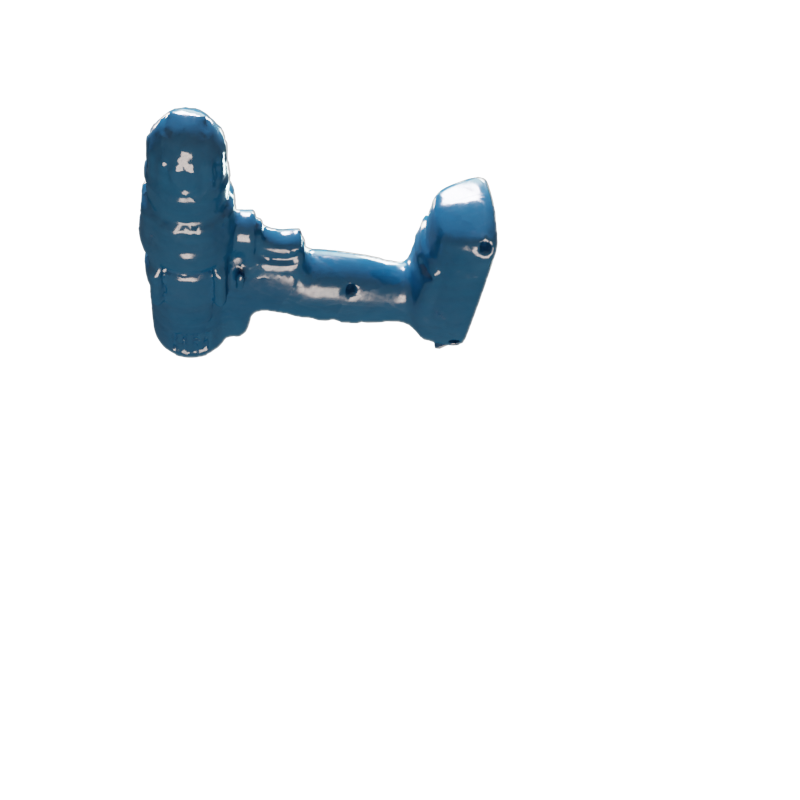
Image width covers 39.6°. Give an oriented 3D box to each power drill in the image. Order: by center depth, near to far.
[{"bbox_3d":[-0.047,-0.086,0.604,0.186,0.061,0.174,3,-32,-5],"label":"power drill"}]
